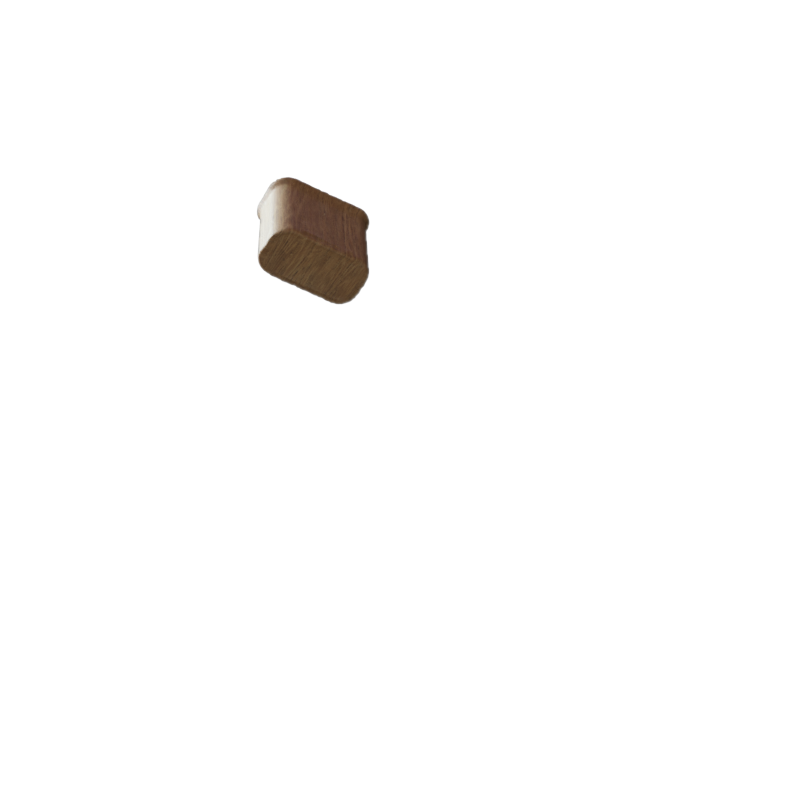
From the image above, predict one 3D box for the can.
[{"bbox_3d":[-0.077,-0.141,0.986,0.098,0.056,0.090,23,34,-18],"label":"can"}]
